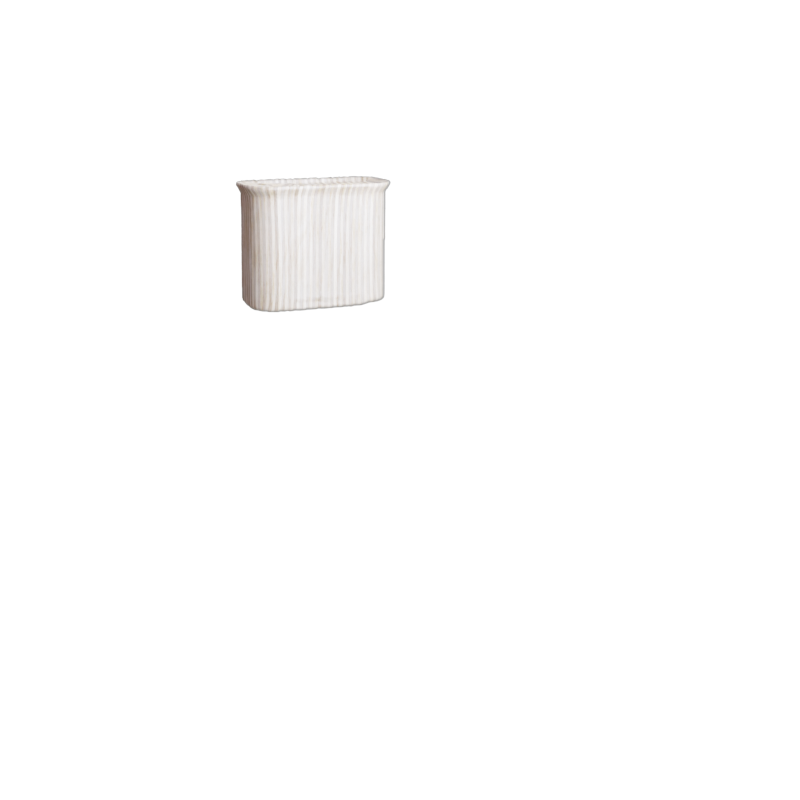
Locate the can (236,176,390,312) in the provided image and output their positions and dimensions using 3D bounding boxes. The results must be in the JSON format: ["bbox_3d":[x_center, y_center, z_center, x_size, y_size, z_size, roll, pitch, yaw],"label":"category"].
[{"bbox_3d":[-0.059,-0.108,0.756,0.100,0.082,0.060,-5,12,-22],"label":"can"}]
